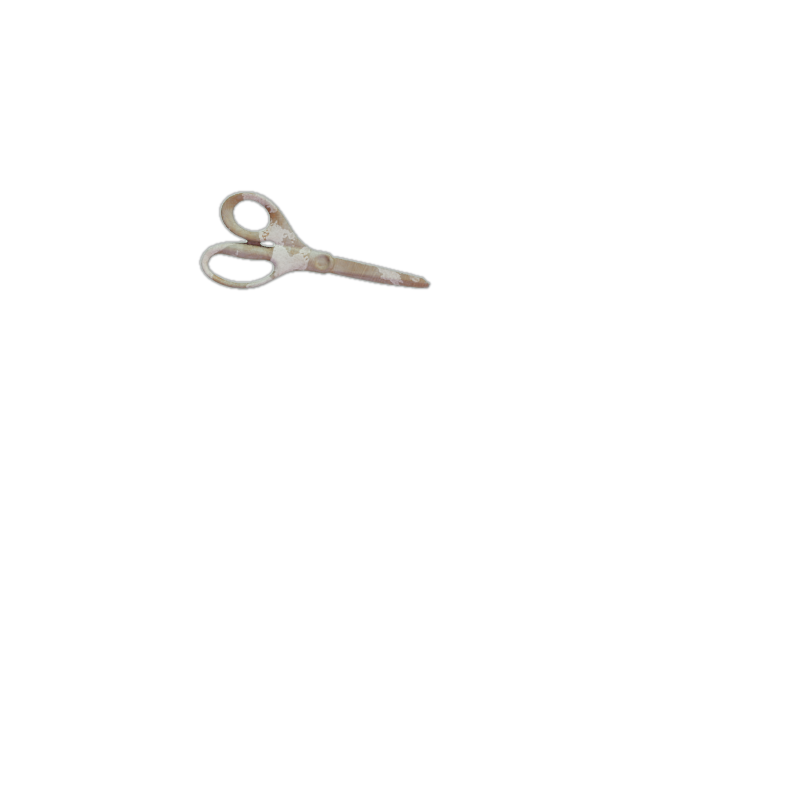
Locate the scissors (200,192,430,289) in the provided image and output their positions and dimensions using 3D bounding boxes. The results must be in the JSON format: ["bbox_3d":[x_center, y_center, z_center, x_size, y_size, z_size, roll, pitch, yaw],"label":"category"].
[{"bbox_3d":[-0.077,-0.141,0.989,0.201,0.098,0.015,-4,-8,-1],"label":"scissors"}]
